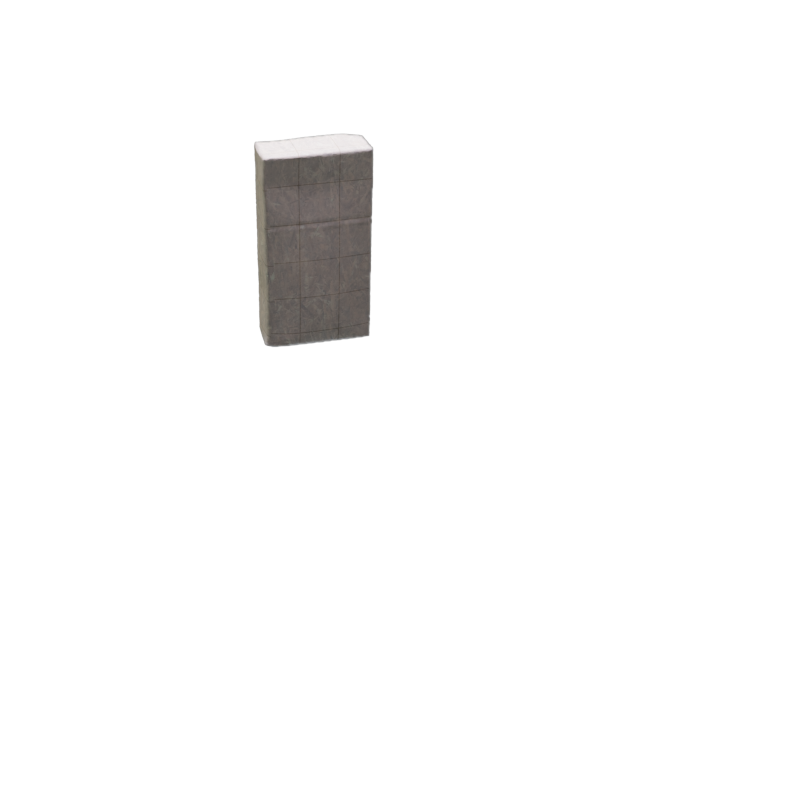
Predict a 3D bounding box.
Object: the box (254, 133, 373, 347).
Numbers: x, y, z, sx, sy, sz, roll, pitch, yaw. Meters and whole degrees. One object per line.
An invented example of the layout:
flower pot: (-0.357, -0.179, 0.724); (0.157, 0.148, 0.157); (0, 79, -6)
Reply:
box: (-0.072, -0.132, 0.926); (0.092, 0.167, 0.051); (-6, 27, -14)
